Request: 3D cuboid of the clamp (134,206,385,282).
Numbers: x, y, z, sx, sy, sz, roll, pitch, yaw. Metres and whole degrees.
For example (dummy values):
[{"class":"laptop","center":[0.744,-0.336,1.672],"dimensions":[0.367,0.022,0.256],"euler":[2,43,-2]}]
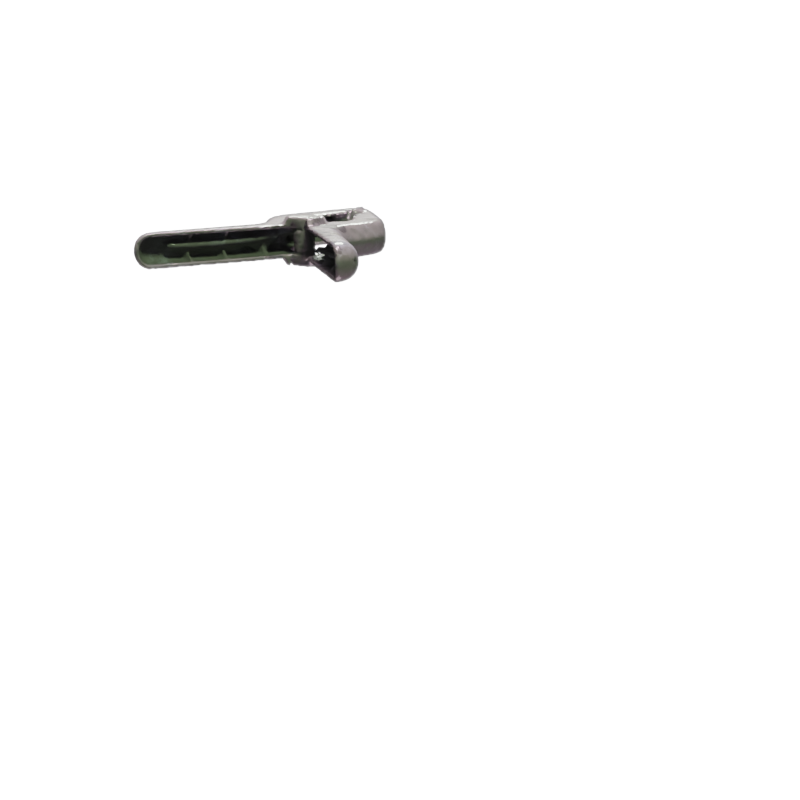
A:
[{"class":"clamp","center":[-0.062,-0.113,0.794],"dimensions":[0.172,0.035,0.207],"euler":[9,18,31]}]
